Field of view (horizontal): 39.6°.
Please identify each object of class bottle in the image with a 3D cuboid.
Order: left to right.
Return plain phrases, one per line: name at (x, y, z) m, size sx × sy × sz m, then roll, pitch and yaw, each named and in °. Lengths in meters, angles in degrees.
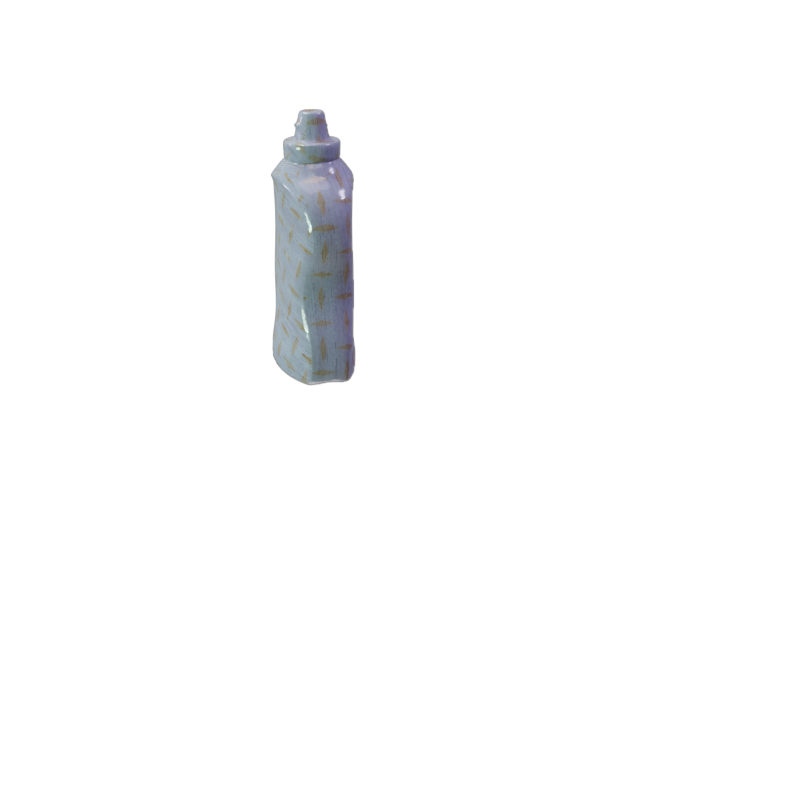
bottle at (-0.064, -0.115, 0.805) m, size 0.057 × 0.184 × 0.102 m, roll -4°, pitch 19°, yaw -16°
